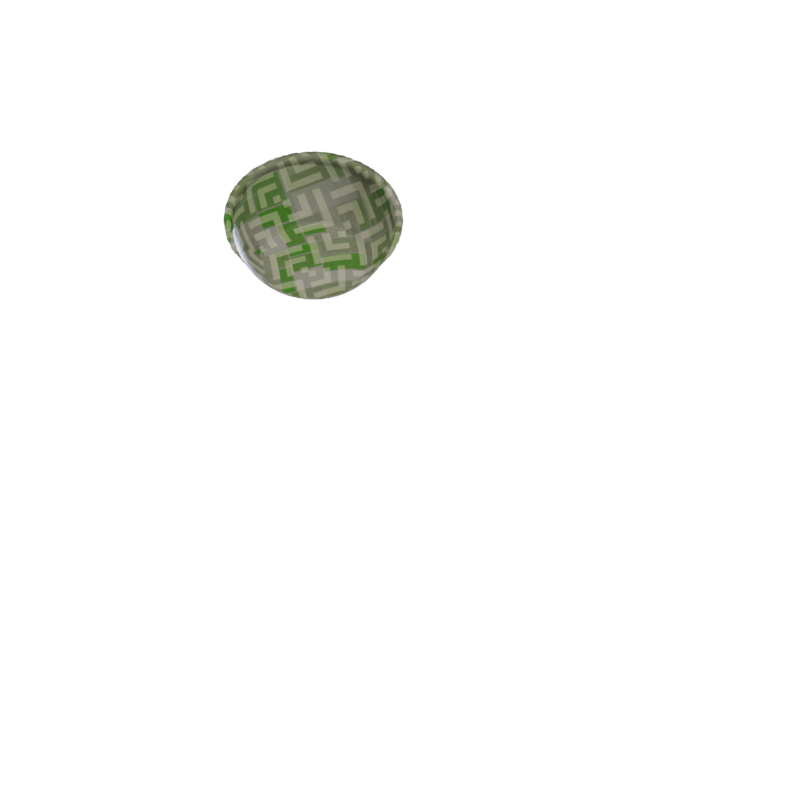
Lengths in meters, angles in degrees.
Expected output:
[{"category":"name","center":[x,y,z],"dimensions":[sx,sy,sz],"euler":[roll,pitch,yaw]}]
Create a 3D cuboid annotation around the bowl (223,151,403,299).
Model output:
[{"category":"bowl","center":[-0.077,-0.140,0.979],"dimensions":[0.162,0.059,0.151],"euler":[1,-45,-1]}]
